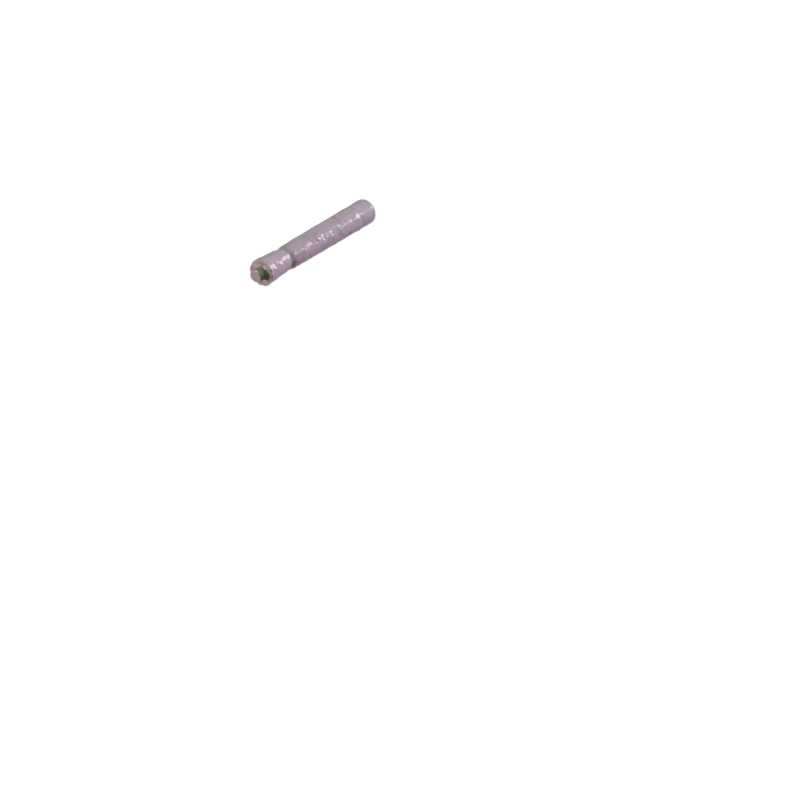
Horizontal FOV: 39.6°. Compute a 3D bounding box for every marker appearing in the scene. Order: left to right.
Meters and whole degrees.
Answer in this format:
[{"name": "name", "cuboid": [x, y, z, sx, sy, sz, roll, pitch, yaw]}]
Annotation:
[{"name": "marker", "cuboid": [-0.059, -0.107, 0.751, 0.021, 0.019, 0.122, 3, 29, 38]}]
